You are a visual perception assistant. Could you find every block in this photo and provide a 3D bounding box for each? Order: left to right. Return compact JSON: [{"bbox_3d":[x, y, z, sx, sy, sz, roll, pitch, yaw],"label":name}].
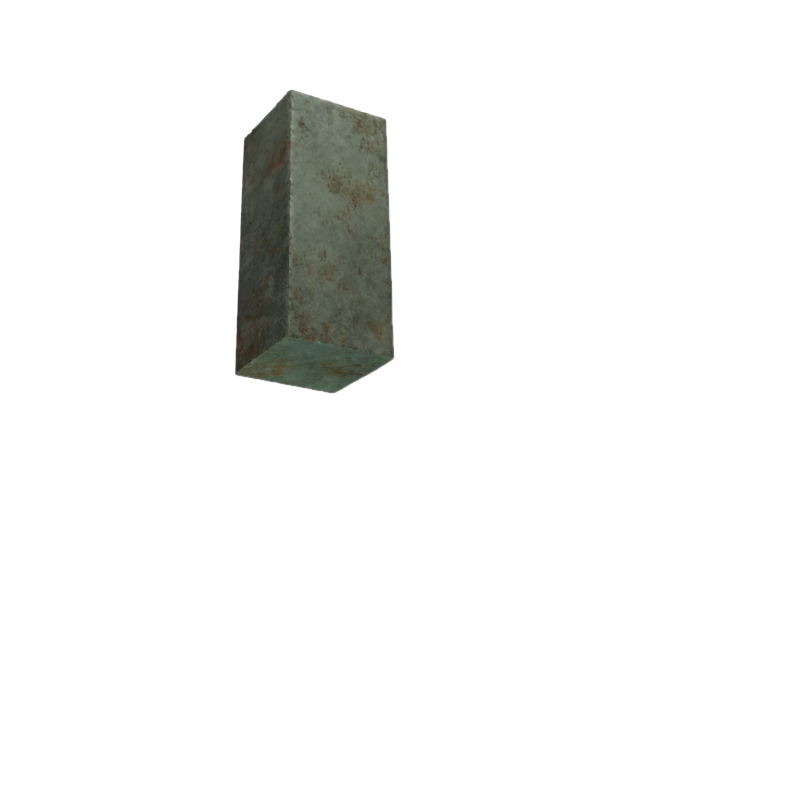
[{"bbox_3d":[-0.067,-0.122,0.858,0.087,0.218,0.089,13,-29,-29],"label":"block"}]
